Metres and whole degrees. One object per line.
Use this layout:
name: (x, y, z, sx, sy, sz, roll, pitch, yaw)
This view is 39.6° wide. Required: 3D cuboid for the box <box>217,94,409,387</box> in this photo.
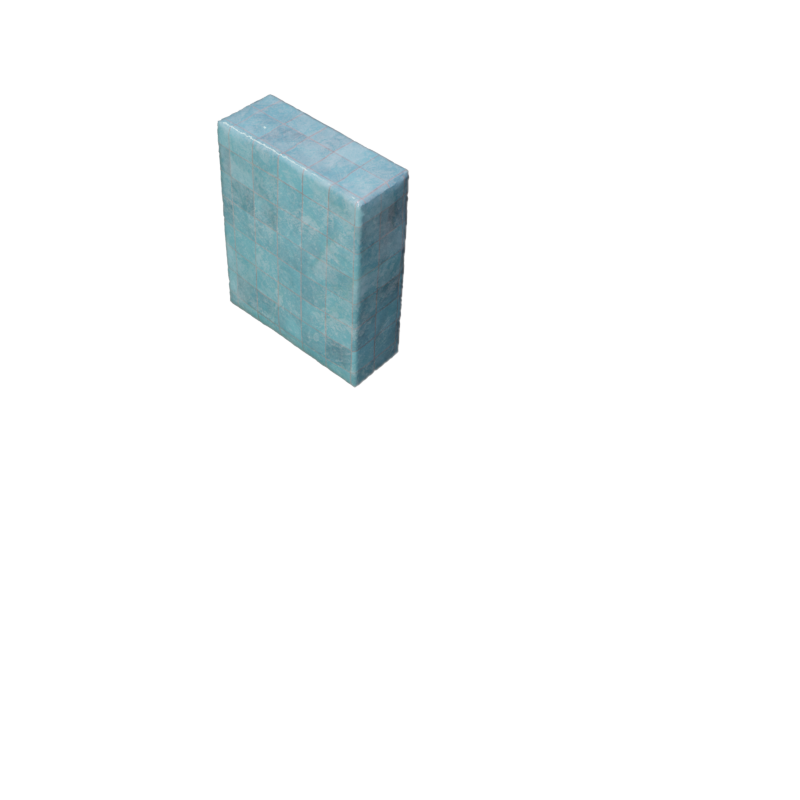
box: (-0.076, -0.139, 0.971, 0.175, 0.199, 0.072, 35, 52, 28)
